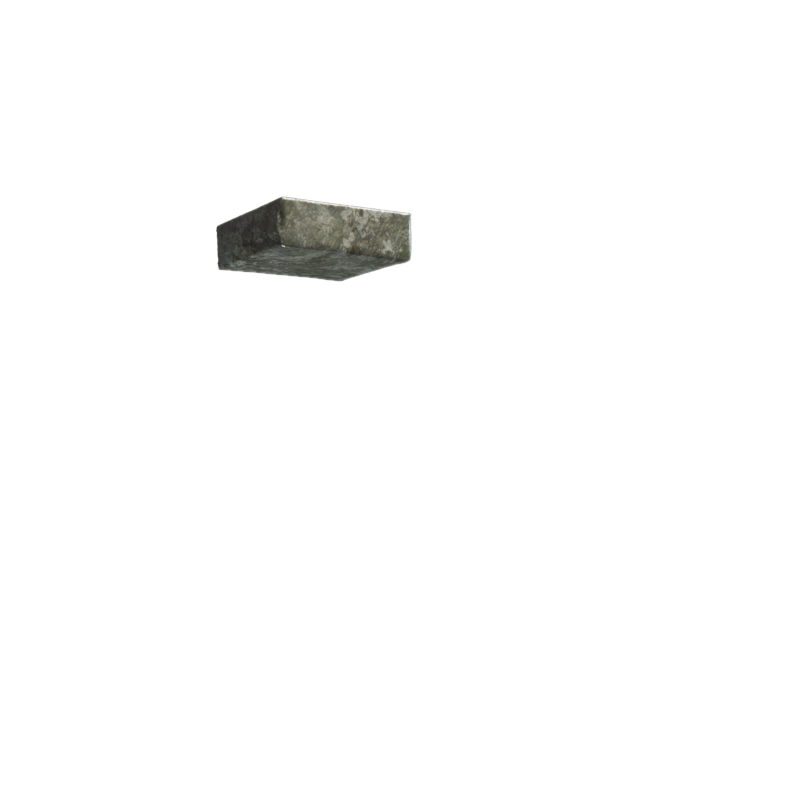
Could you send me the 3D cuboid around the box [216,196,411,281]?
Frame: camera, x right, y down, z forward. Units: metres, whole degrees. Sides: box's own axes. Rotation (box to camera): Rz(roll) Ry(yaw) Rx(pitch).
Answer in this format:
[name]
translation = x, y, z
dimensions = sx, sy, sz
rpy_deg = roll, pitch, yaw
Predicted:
[box]
translation = -0.062, -0.113, 0.789
dimensions = 0.109, 0.040, 0.092
rpy_deg = 4, -8, -35
